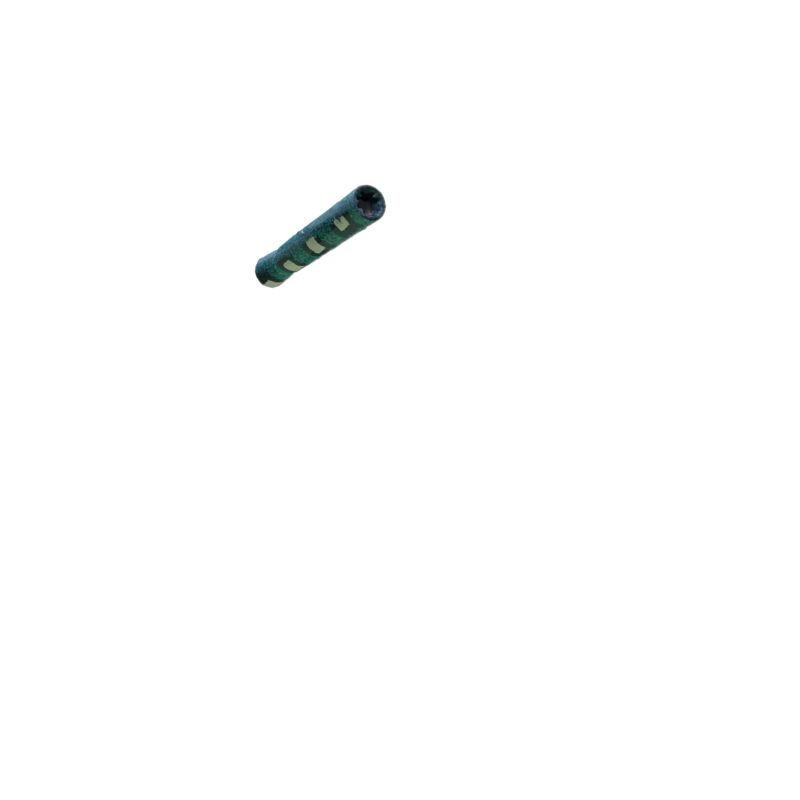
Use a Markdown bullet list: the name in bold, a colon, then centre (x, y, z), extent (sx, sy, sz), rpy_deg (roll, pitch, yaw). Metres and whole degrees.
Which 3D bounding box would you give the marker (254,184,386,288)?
- **marker**: centre (-0.045, -0.082, 0.576), extent (0.019, 0.020, 0.121), rpy_deg (-2, -10, -31)
